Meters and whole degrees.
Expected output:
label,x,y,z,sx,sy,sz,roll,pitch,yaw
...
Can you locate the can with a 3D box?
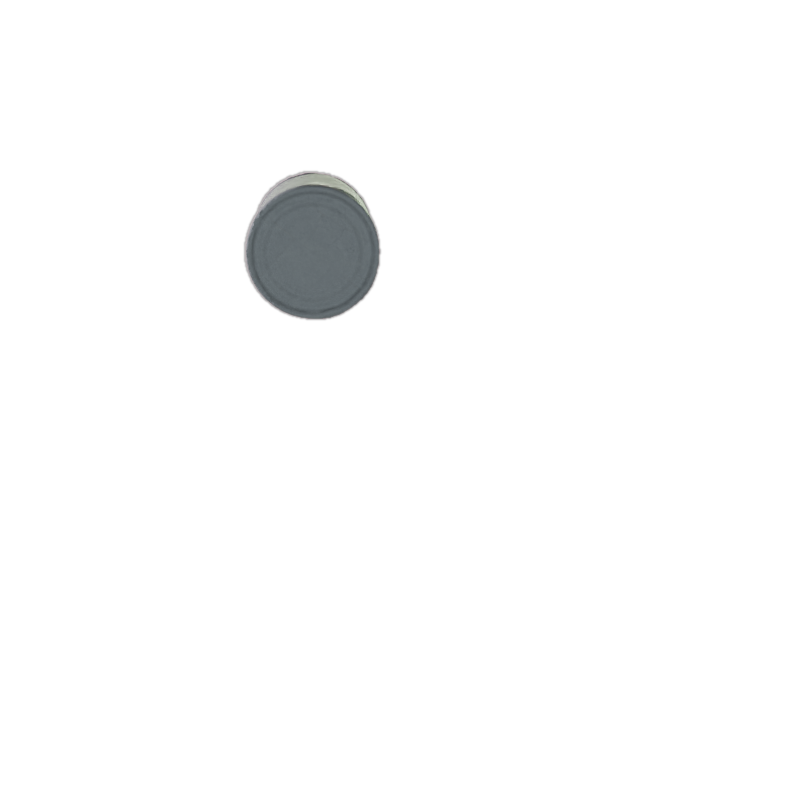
label,x,y,z,sx,sy,sz,roll,pitch,yaw
can,-0.046,-0.083,0.584,0.068,0.067,0.105,0,12,-3
